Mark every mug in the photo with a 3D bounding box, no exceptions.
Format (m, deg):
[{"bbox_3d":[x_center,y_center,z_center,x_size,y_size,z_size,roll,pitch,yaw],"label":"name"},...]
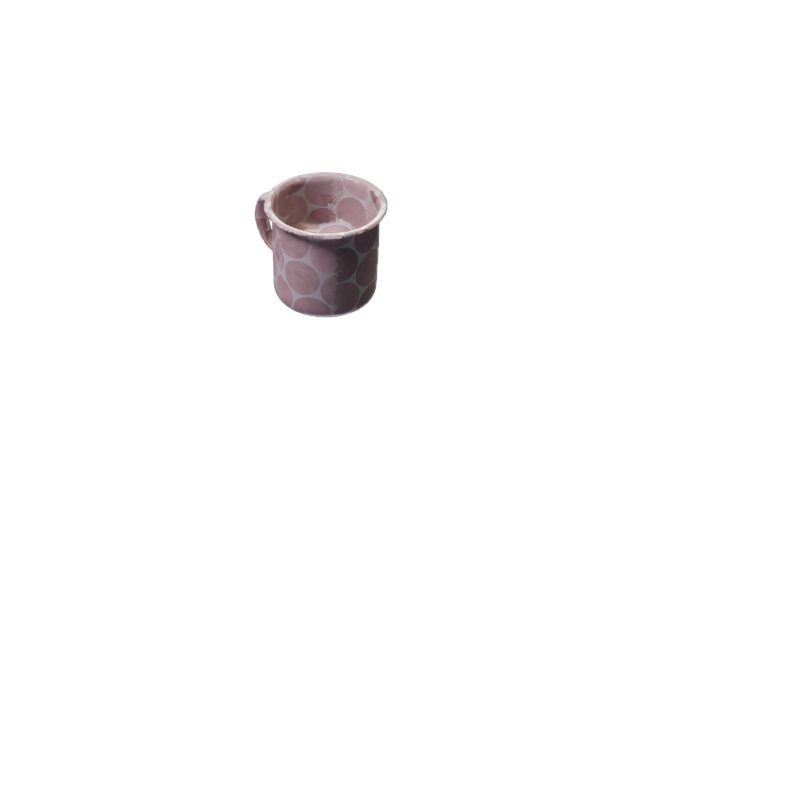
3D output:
[{"bbox_3d":[-0.067,-0.123,0.861,0.124,0.076,0.094,25,44,27],"label":"mug"}]
